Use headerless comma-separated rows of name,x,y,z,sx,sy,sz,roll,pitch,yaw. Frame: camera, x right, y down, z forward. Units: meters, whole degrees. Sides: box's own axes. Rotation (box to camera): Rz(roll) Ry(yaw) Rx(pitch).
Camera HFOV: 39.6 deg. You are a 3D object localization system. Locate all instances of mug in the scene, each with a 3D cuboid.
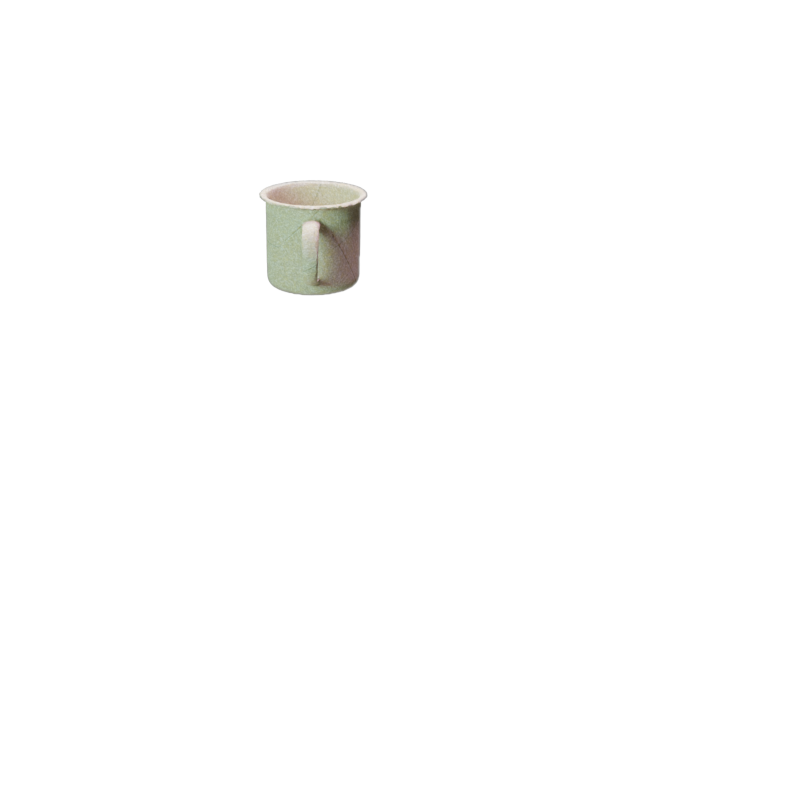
mug,-0.075,-0.136,0.954,0.093,0.078,0.123,-1,22,-3
